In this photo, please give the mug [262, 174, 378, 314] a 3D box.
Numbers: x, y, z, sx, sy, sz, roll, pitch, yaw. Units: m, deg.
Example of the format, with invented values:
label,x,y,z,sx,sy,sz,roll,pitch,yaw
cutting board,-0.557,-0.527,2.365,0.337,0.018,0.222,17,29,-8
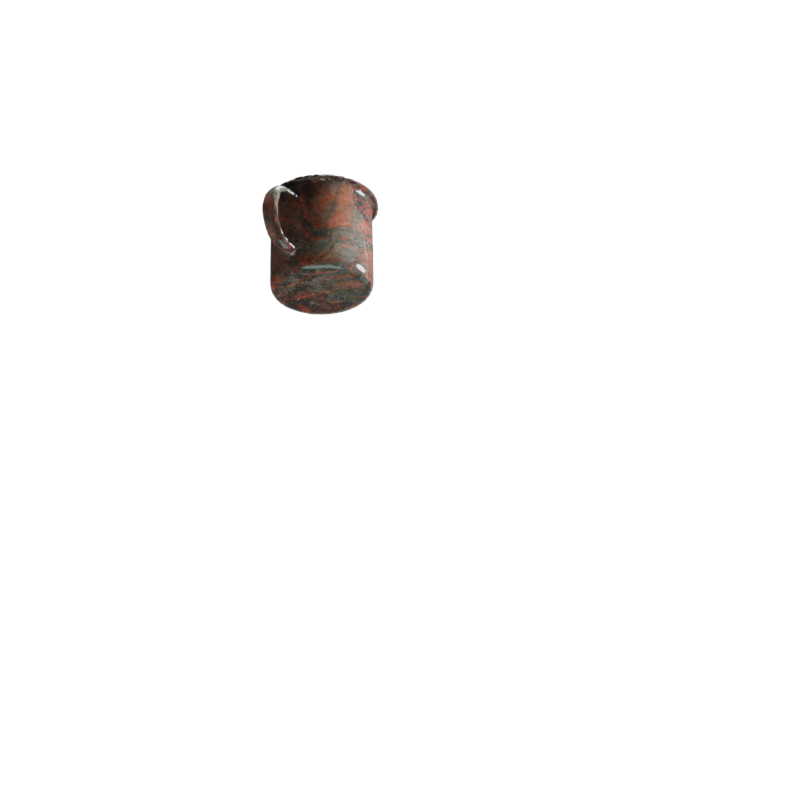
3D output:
label,x,y,z,sx,sy,sz,roll,pitch,yaw
mug,-0.069,-0.126,0.881,0.094,0.087,0.109,-17,-32,27
